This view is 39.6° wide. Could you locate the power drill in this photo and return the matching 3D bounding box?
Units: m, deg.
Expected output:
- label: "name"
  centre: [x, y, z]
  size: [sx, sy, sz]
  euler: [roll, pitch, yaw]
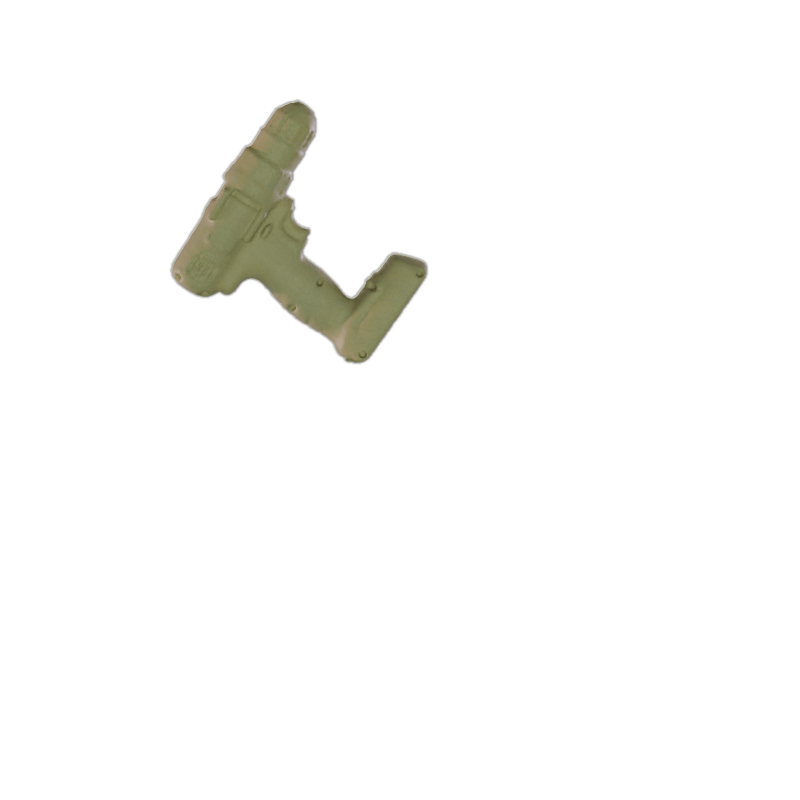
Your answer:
- label: "power drill"
  centre: [-0.073, -0.134, 0.938]
  size: [0.185, 0.183, 0.059]
  euler: [33, 8, -6]
